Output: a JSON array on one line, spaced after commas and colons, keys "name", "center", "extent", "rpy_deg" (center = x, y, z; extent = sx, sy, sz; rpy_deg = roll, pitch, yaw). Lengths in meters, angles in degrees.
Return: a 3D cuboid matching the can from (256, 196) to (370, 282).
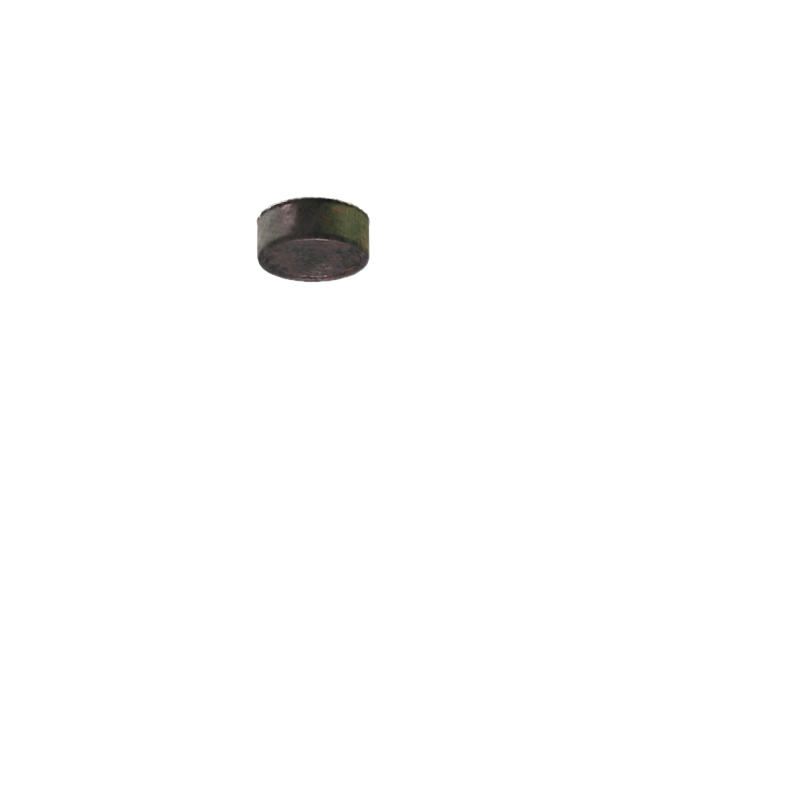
[{"name": "can", "center": [-0.065, -0.119, 0.834], "extent": [0.086, 0.035, 0.082], "rpy_deg": [0, -18, -2]}]
